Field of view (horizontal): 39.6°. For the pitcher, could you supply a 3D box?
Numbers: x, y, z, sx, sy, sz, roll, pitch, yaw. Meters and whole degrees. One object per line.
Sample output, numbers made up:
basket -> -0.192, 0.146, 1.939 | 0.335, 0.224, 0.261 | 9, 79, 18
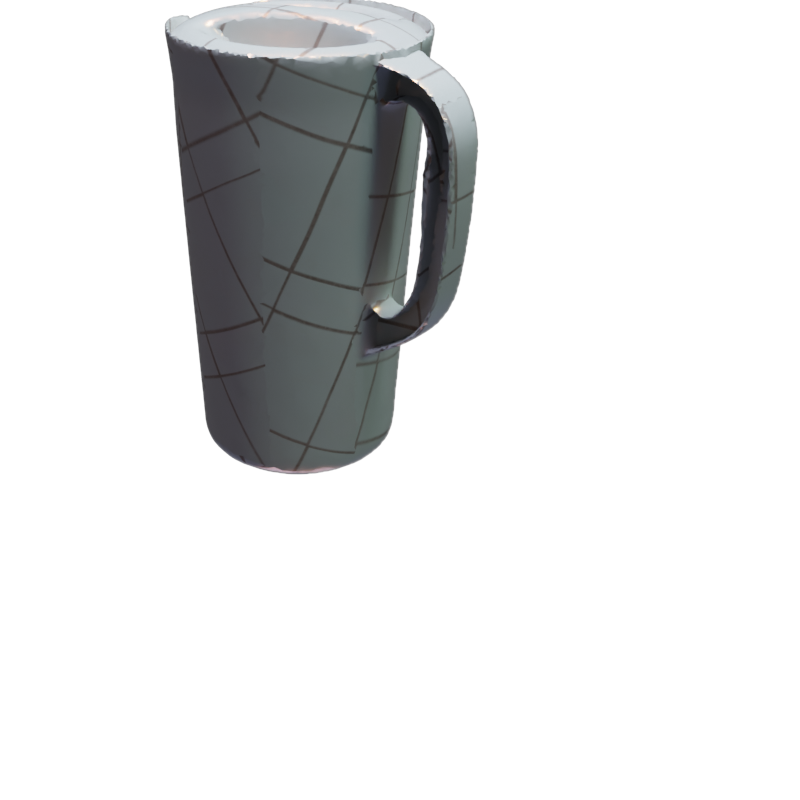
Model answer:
pitcher -> -0.046, -0.083, 0.585 | 0.144, 0.230, 0.158 | -1, 27, -4
